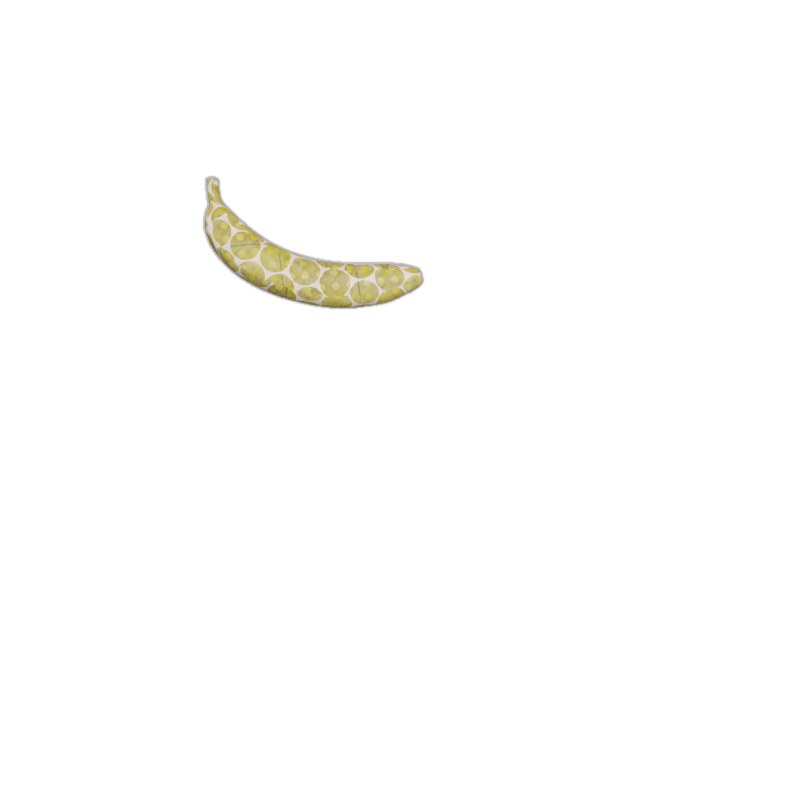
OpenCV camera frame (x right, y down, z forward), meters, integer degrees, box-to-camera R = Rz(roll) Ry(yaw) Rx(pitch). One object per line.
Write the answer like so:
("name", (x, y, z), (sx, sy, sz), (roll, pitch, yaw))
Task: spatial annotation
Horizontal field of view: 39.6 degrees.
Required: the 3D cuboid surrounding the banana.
("banana", (-0.082, -0.114, 0.903), (0.198, 0.070, 0.036), (25, -3, 2))
